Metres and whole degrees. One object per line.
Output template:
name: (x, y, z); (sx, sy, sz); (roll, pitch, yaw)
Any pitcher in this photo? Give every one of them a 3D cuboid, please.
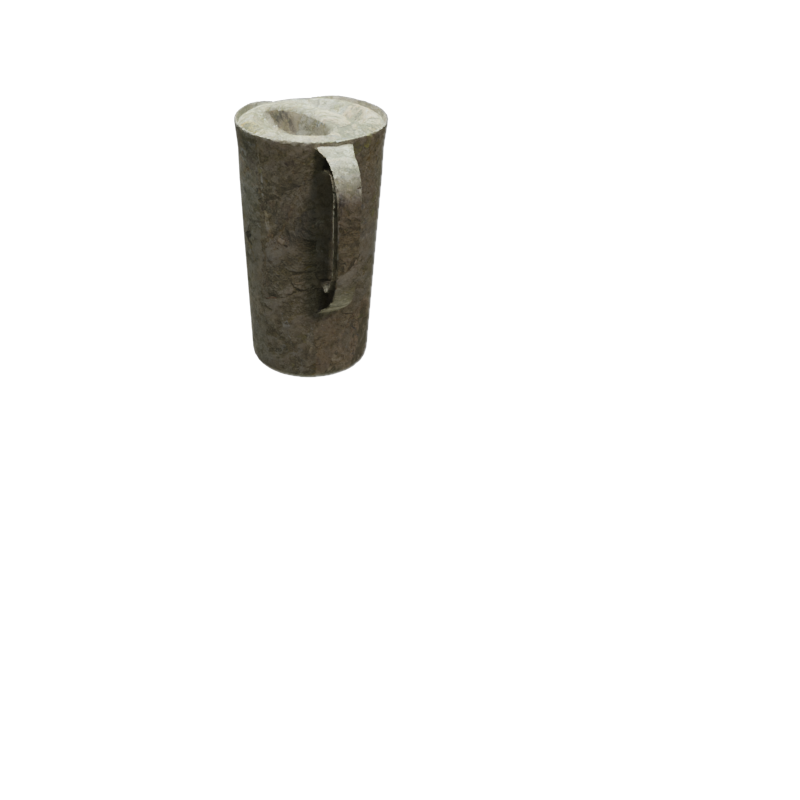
pitcher: (-0.078, -0.142, 0.996); (0.150, 0.230, 0.152); (13, 29, 21)
